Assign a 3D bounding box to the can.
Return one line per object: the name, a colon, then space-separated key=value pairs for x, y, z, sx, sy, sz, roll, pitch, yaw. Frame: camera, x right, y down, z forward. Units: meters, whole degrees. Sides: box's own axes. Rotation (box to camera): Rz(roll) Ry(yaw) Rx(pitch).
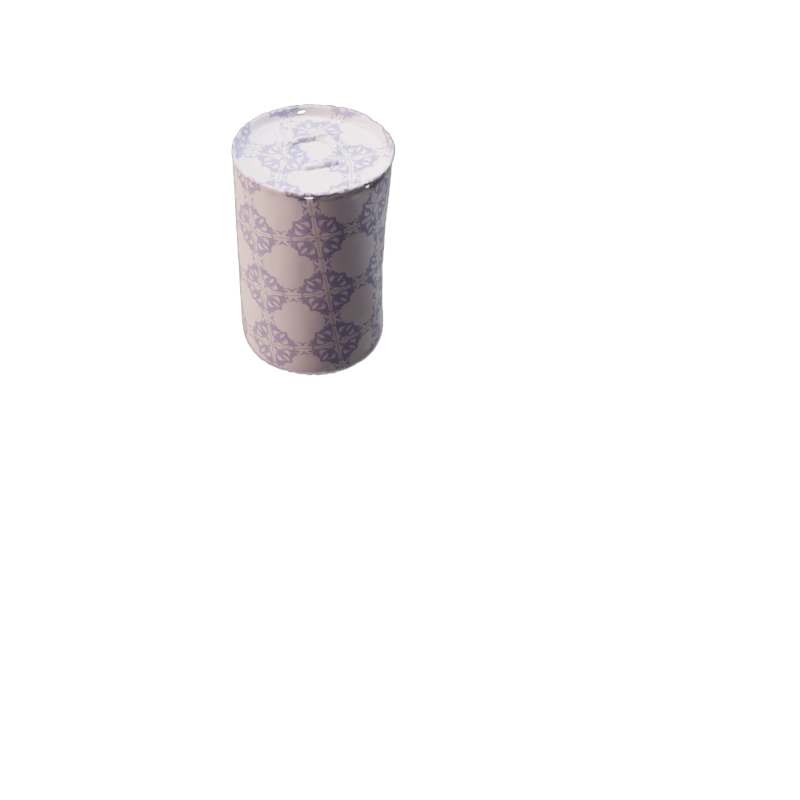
can: x=-0.038 y=-0.070 z=0.490 sx=0.068 sy=0.095 sz=0.073 roll=0 pitch=42 yaw=-3
